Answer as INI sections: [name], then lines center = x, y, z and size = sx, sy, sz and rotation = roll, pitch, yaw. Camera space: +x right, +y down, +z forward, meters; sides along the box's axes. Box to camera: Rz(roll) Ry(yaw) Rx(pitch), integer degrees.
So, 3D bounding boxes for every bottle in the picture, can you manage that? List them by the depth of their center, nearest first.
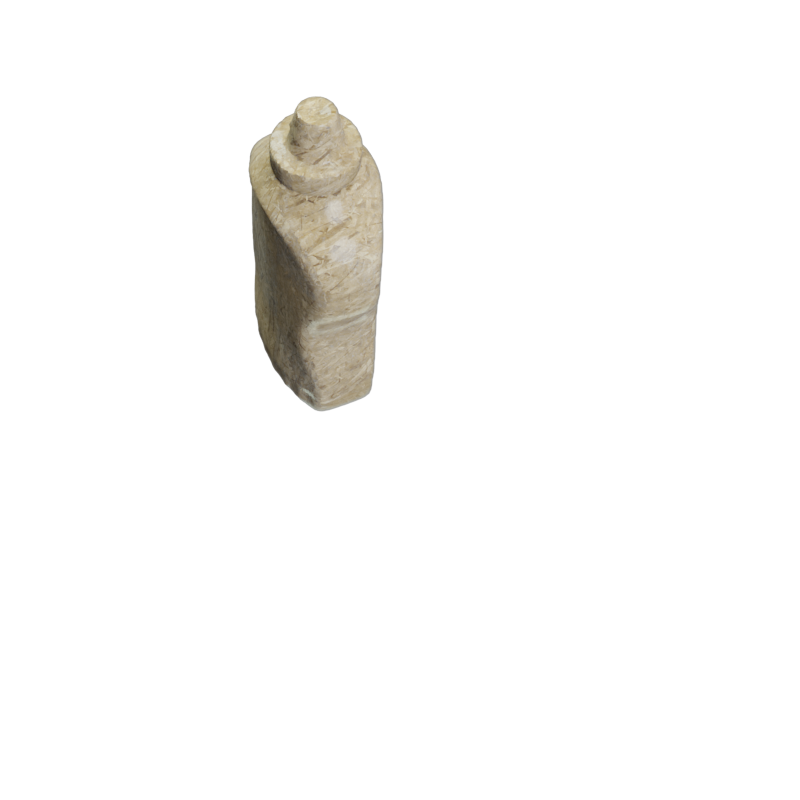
[bottle]
center = -0.042, -0.077, 0.541
size = 0.058, 0.103, 0.180
rotation = -17, -27, -13
